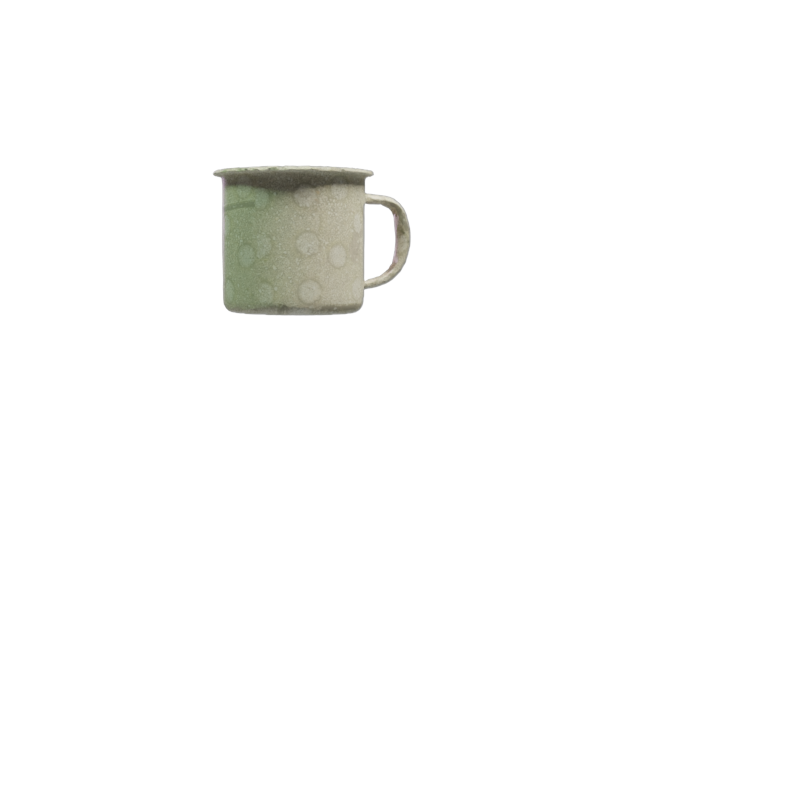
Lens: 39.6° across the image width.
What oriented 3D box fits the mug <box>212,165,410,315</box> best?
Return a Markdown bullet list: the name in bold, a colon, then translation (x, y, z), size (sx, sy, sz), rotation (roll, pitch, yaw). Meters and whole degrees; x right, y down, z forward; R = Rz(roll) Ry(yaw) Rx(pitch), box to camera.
- **mug**: translation (-0.050, -0.092, 0.643), size (0.114, 0.081, 0.096), rotation (-2, 5, -19)
